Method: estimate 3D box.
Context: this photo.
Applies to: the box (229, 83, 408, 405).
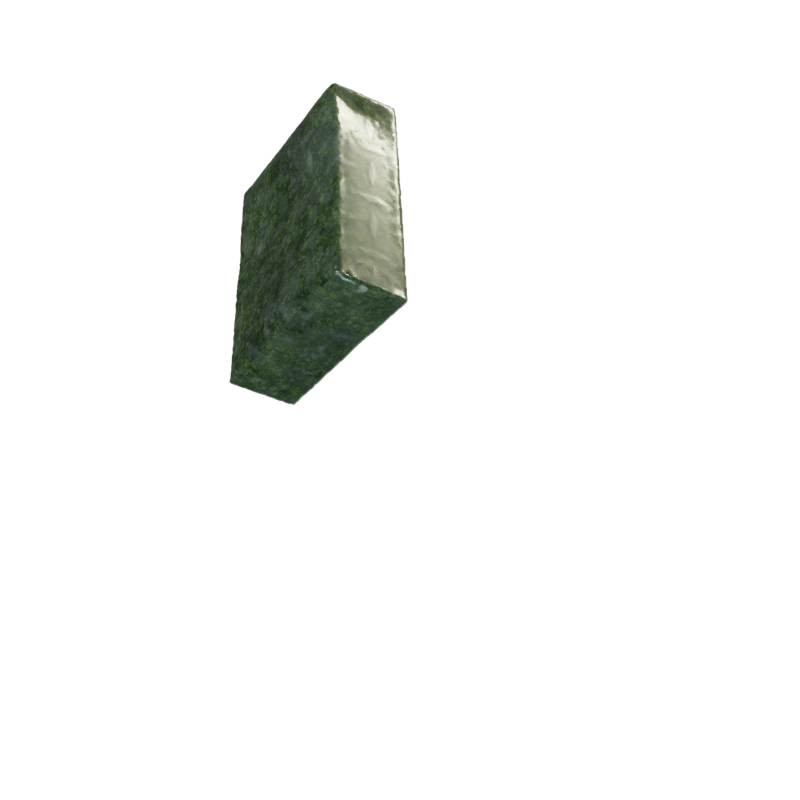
[{"bbox_3d":[-0.072,-0.131,0.914,0.068,0.229,0.161,22,-44,-28],"label":"box"}]
